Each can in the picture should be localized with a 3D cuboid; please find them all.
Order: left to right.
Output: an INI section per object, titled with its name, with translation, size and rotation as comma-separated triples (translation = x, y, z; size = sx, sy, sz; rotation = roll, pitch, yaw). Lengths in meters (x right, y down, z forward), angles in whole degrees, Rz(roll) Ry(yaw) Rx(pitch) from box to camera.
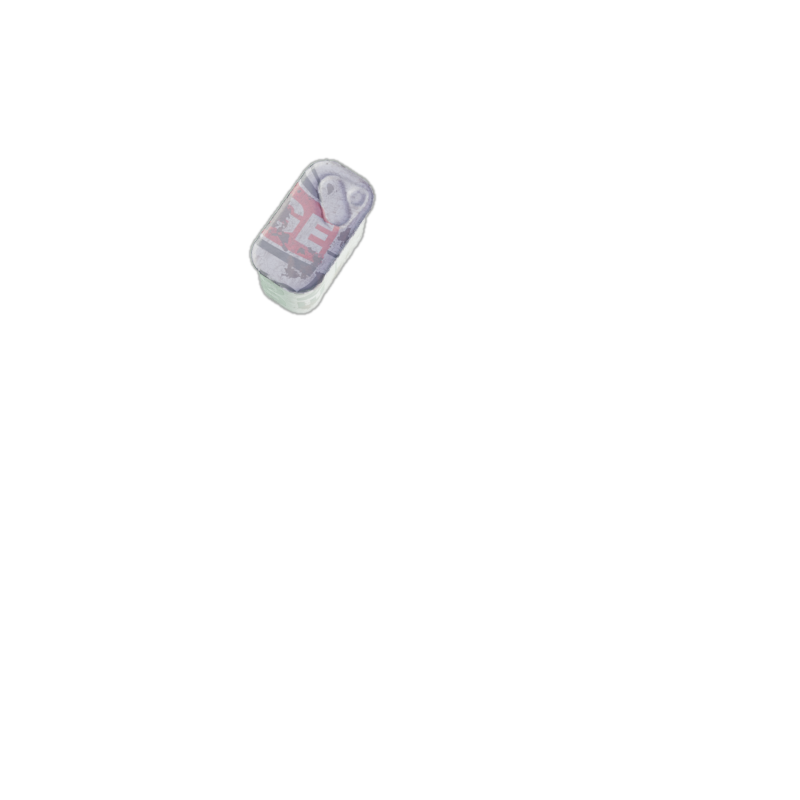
[can]
translation = -0.065, -0.119, 0.836
size = 0.058, 0.104, 0.081
rotation = 32, -12, 4
